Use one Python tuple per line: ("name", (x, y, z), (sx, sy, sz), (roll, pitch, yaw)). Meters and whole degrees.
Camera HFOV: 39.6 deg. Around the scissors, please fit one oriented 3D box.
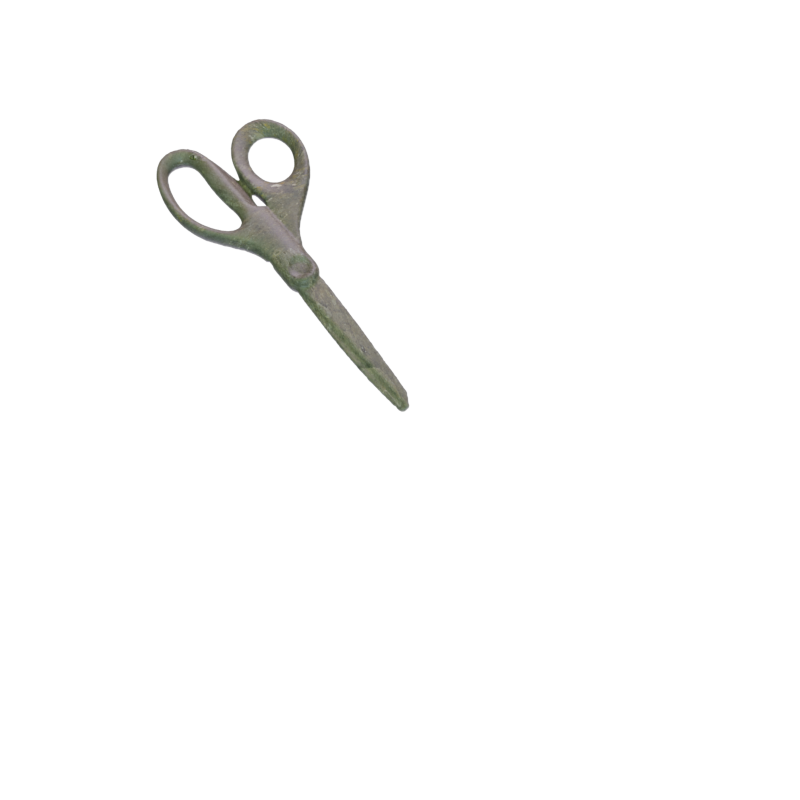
("scissors", (-0.048, -0.088, 0.619), (0.210, 0.098, 0.015), (37, -22, 17))
